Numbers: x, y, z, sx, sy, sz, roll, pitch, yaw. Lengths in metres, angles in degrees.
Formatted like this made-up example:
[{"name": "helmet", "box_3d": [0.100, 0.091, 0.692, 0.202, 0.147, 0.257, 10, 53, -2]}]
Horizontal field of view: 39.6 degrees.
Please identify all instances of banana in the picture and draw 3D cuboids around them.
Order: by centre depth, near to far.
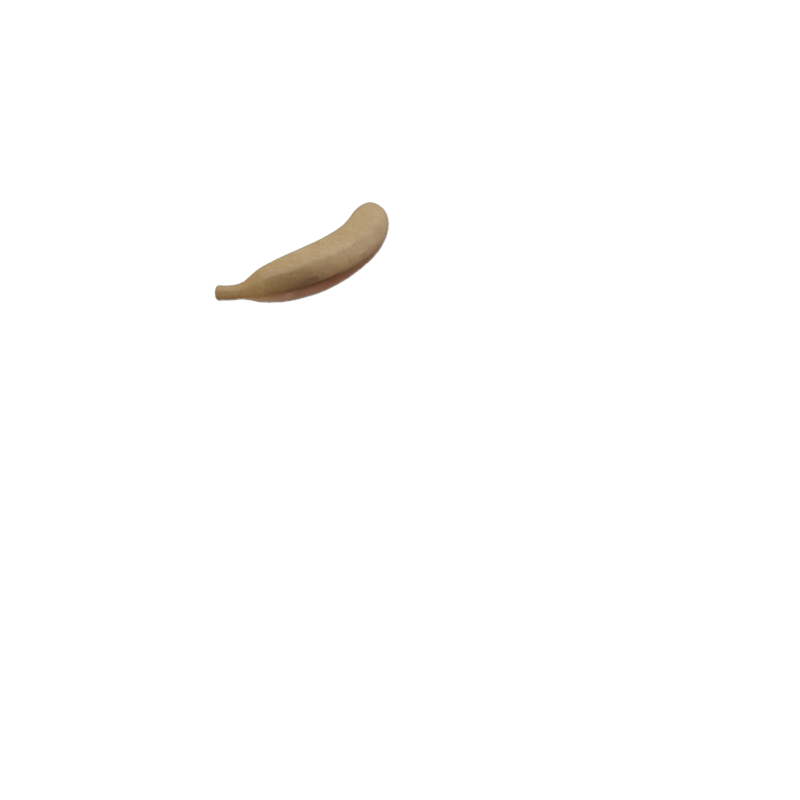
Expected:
[{"name": "banana", "box_3d": [-0.057, -0.120, 0.883, 0.073, 0.035, 0.198, 20, 36, 31]}]
